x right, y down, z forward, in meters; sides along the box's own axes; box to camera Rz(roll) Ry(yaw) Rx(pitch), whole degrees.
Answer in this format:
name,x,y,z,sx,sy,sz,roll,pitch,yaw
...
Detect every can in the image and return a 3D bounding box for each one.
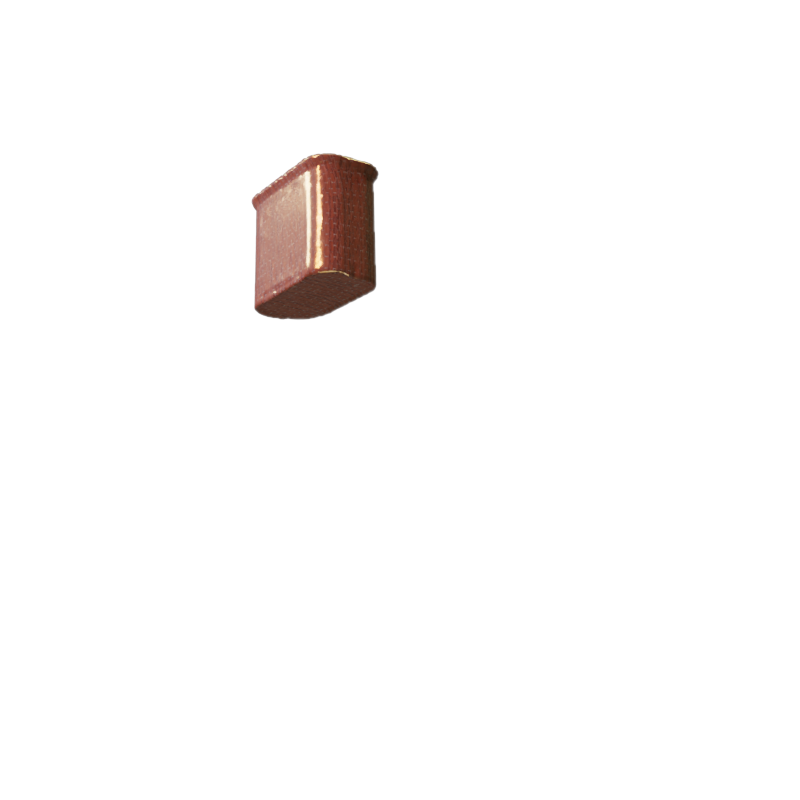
name,x,y,z,sx,sy,sz,roll,pitch,yaw
can,-0.059,-0.108,0.754,0.055,0.088,0.102,13,-23,-33
